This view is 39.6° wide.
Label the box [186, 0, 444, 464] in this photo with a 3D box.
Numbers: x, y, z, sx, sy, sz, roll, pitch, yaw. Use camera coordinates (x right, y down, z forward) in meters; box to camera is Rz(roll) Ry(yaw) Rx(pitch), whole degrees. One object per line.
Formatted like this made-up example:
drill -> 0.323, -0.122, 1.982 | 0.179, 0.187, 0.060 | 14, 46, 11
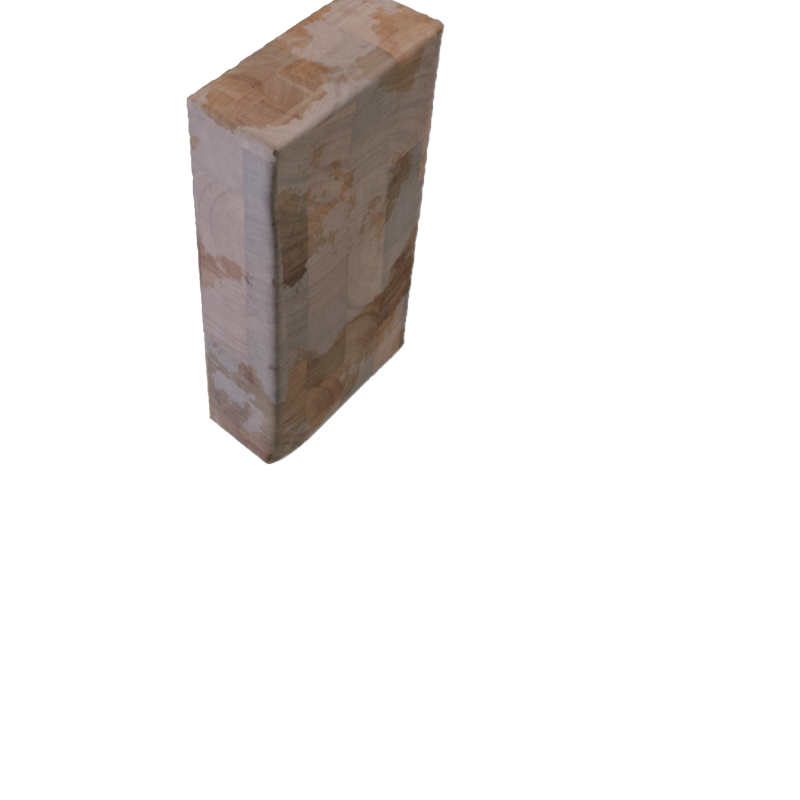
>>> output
box -> -0.034, -0.062, 0.430 | 0.051, 0.164, 0.095 | 31, 53, 22
